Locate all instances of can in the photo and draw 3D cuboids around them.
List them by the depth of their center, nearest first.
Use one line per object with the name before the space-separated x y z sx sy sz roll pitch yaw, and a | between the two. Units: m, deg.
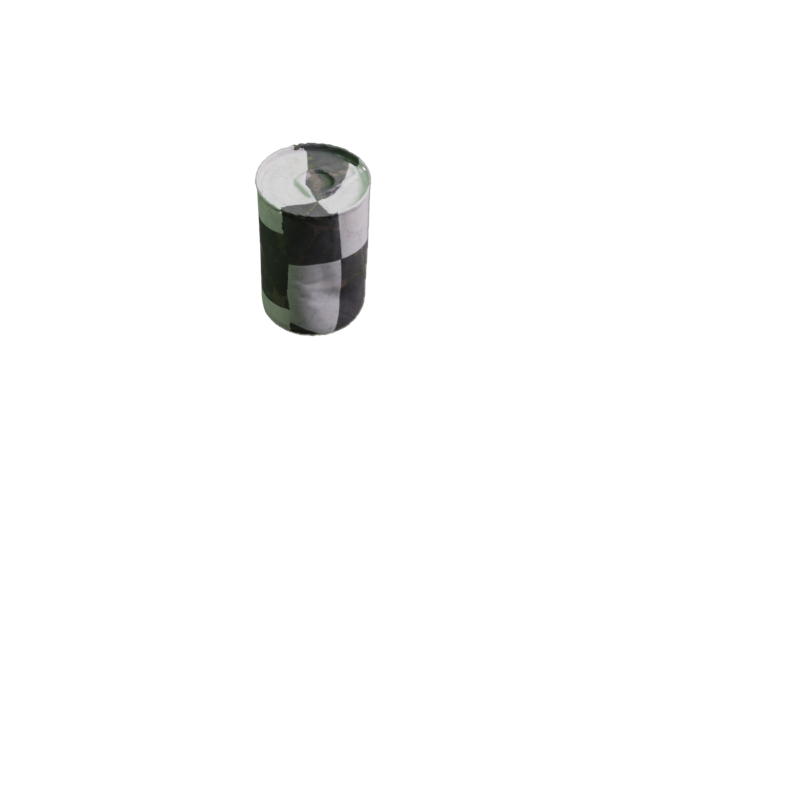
can | -0.053 -0.097 0.681 0.068 0.074 0.095 0 -43 -3
